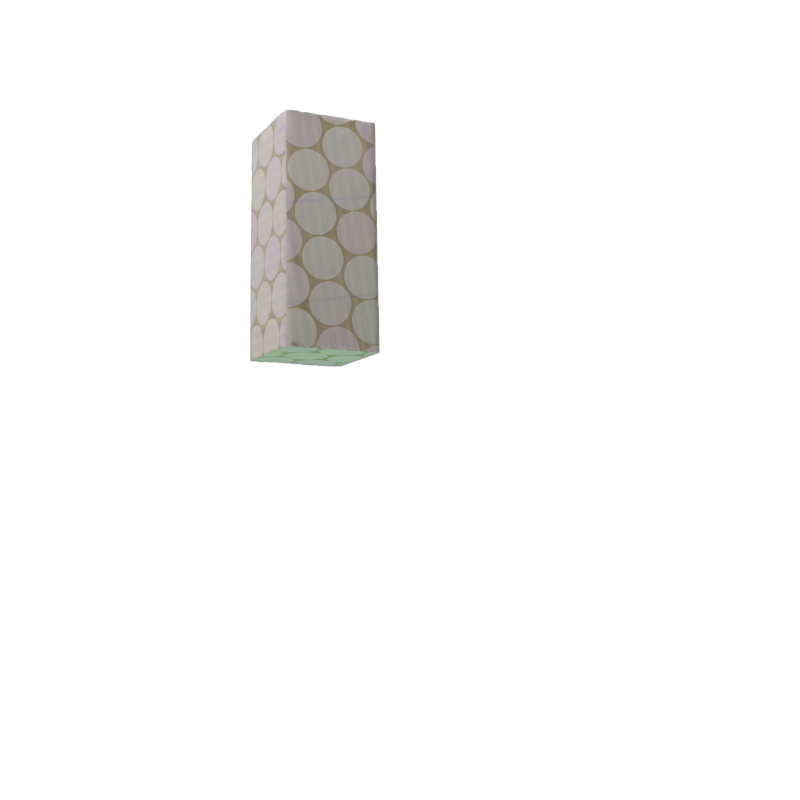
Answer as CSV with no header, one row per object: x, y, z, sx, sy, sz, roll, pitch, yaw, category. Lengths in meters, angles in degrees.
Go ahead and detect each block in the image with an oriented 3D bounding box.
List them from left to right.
-0.077,-0.140,0.981,0.087,0.213,0.091,5,-15,-24,block
